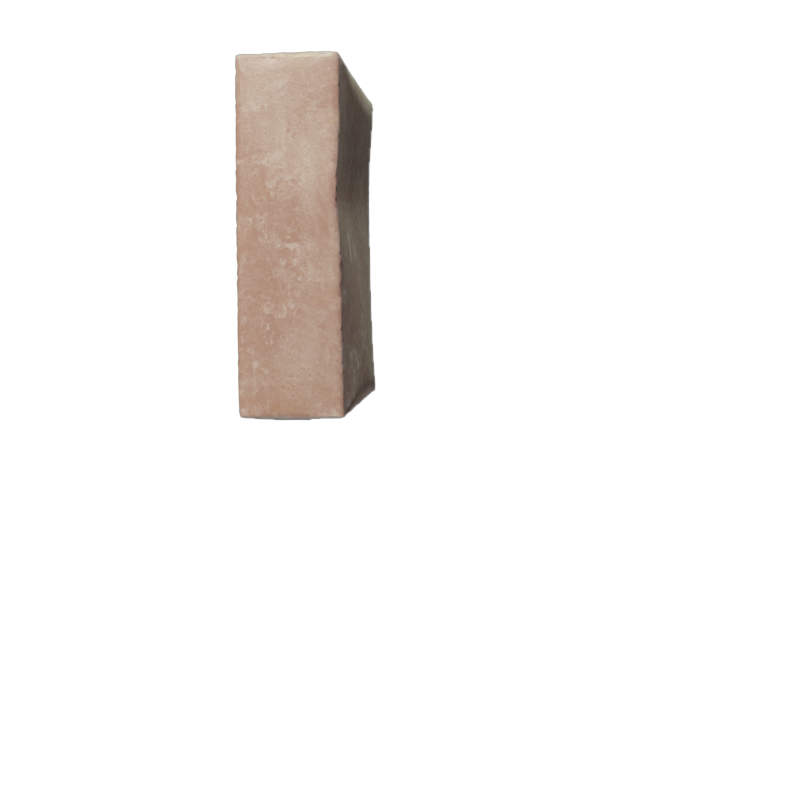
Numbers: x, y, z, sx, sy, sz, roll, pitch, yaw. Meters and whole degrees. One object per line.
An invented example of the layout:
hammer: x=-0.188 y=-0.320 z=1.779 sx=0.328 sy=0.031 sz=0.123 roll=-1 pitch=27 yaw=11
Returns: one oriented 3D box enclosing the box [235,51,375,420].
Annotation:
box: x=-0.056 y=-0.102 z=0.716 sx=0.072 sy=0.215 sz=0.162 roll=0 pitch=0 yaw=5
